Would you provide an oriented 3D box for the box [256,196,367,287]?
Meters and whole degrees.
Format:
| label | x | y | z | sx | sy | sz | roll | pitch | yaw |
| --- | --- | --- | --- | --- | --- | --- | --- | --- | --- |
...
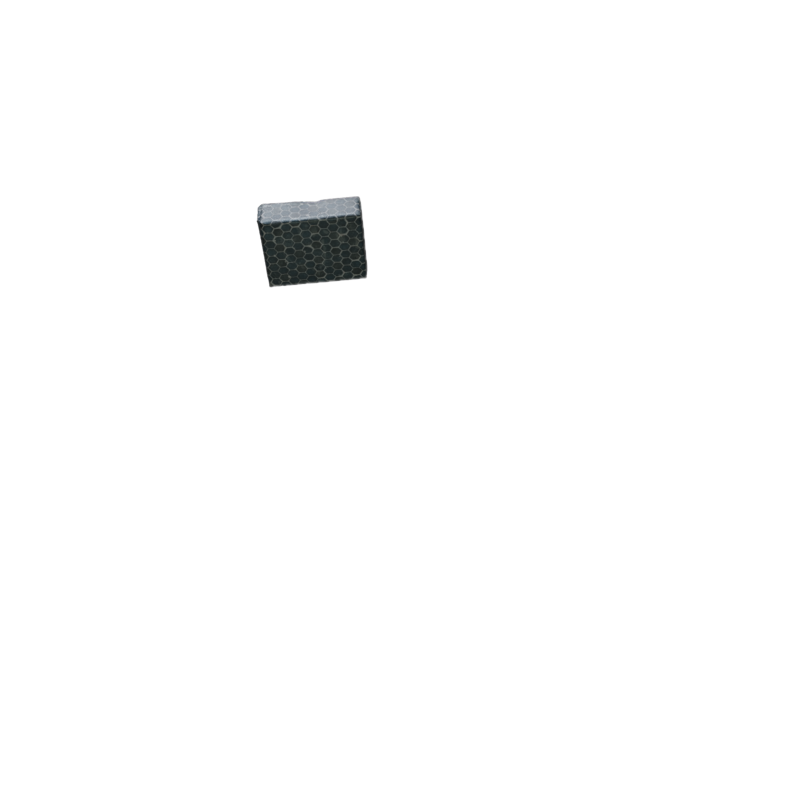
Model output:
| label | x | y | z | sx | sy | sz | roll | pitch | yaw |
| --- | --- | --- | --- | --- | --- | --- | --- | --- | --- |
| box | -0.075 | -0.137 | 0.960 | 0.090 | 0.068 | 0.032 | -4 | 43 | 3 |
